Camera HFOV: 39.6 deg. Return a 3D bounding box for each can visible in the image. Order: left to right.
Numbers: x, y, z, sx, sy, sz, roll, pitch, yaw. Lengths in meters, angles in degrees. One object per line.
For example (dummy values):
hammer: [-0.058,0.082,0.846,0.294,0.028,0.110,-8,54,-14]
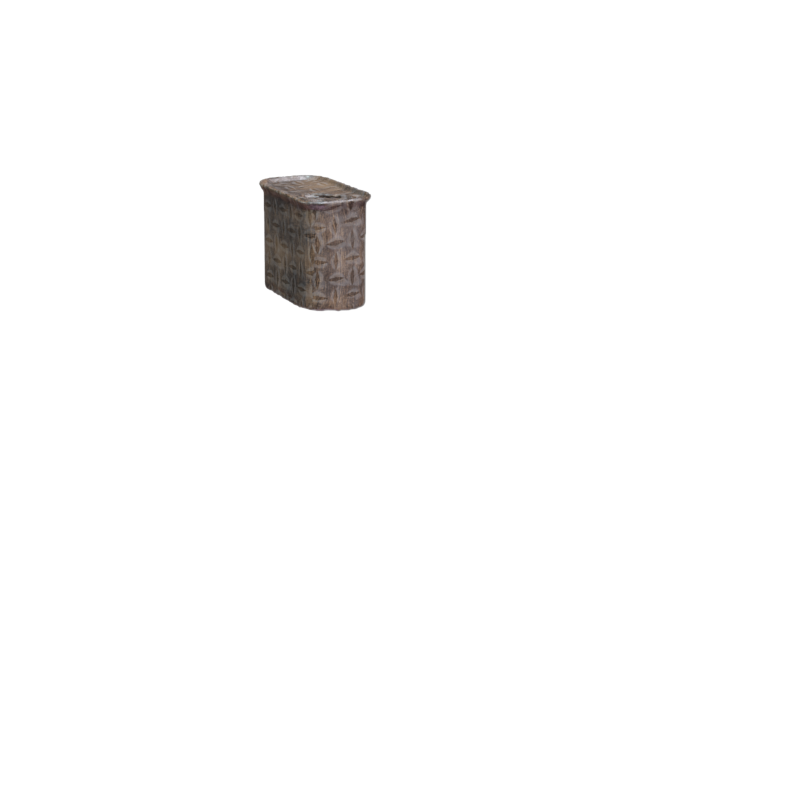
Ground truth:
can: [-0.065,-0.119,0.833,0.056,0.081,0.108,-8,20,-27]
